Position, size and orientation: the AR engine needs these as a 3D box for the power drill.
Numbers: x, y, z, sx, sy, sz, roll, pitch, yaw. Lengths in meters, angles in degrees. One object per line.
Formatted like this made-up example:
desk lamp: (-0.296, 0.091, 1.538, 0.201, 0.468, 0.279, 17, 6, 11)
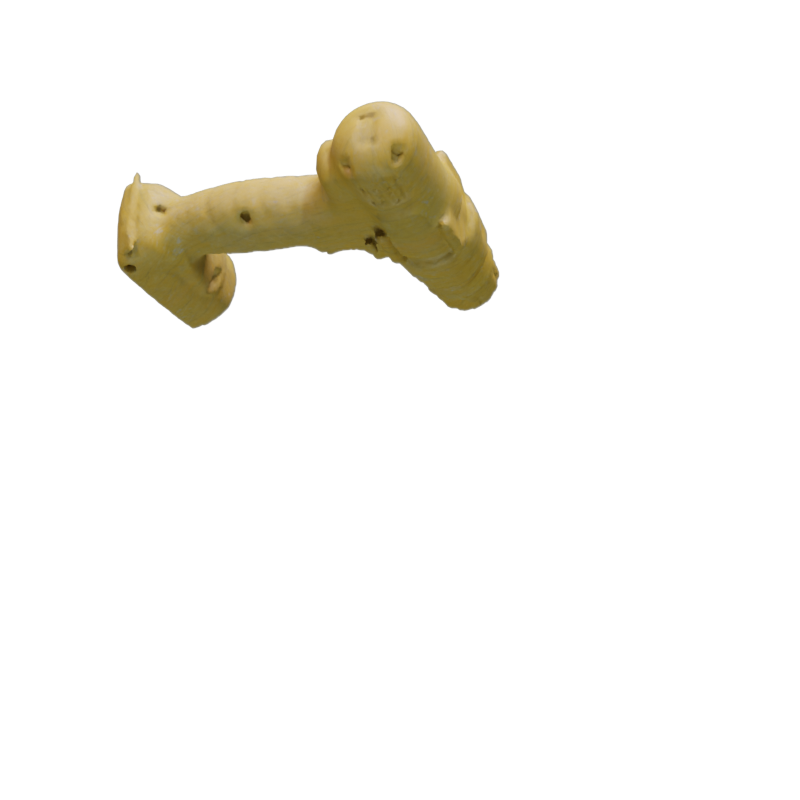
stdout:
power drill: (-0.049, -0.089, 0.626, 0.190, 0.061, 0.171, -10, -28, 19)
